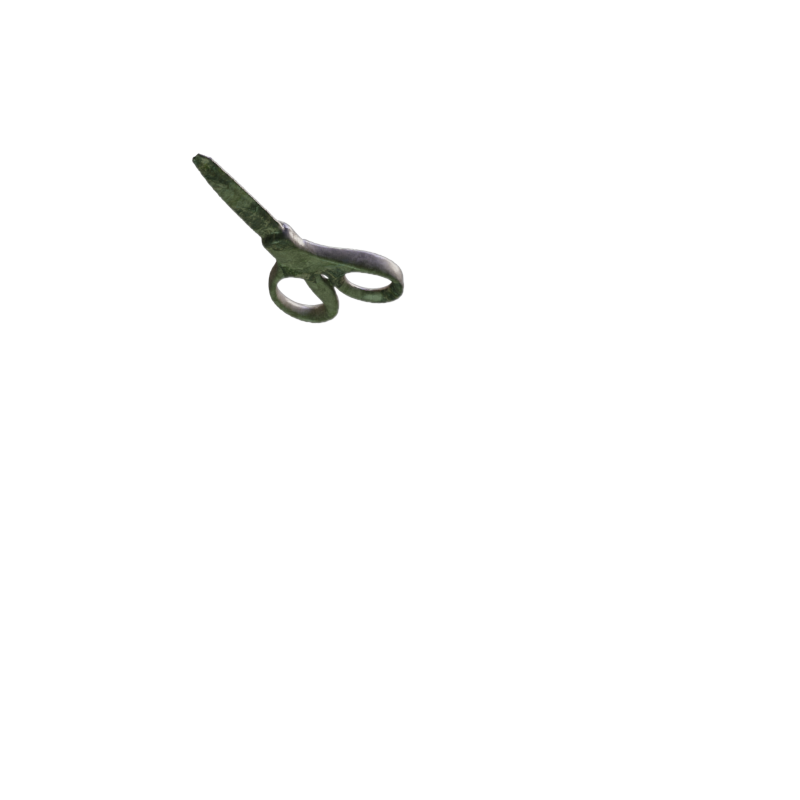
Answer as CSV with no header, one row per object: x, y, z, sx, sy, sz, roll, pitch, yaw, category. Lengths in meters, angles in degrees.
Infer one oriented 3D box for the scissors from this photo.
-0.051,-0.094,0.658,0.097,0.017,0.189,-3,-22,6,scissors
